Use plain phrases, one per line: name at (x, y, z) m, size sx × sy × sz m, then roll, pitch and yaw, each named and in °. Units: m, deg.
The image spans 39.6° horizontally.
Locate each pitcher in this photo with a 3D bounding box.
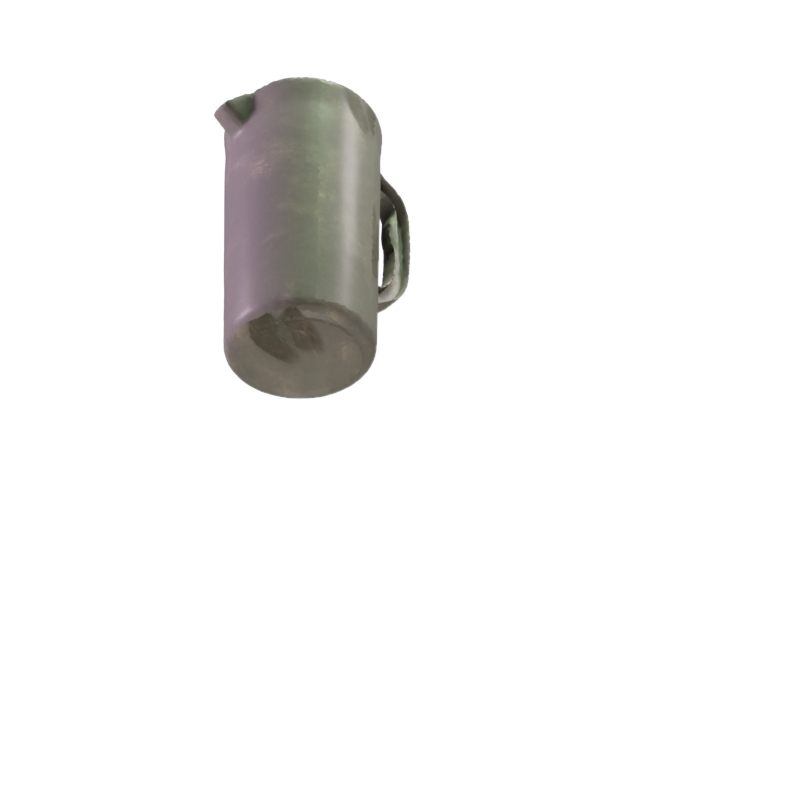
pitcher at (-0.067, -0.123, 0.858) m, size 0.150 × 0.261 × 0.134 m, roll -5°, pitch -40°, yaw 3°
